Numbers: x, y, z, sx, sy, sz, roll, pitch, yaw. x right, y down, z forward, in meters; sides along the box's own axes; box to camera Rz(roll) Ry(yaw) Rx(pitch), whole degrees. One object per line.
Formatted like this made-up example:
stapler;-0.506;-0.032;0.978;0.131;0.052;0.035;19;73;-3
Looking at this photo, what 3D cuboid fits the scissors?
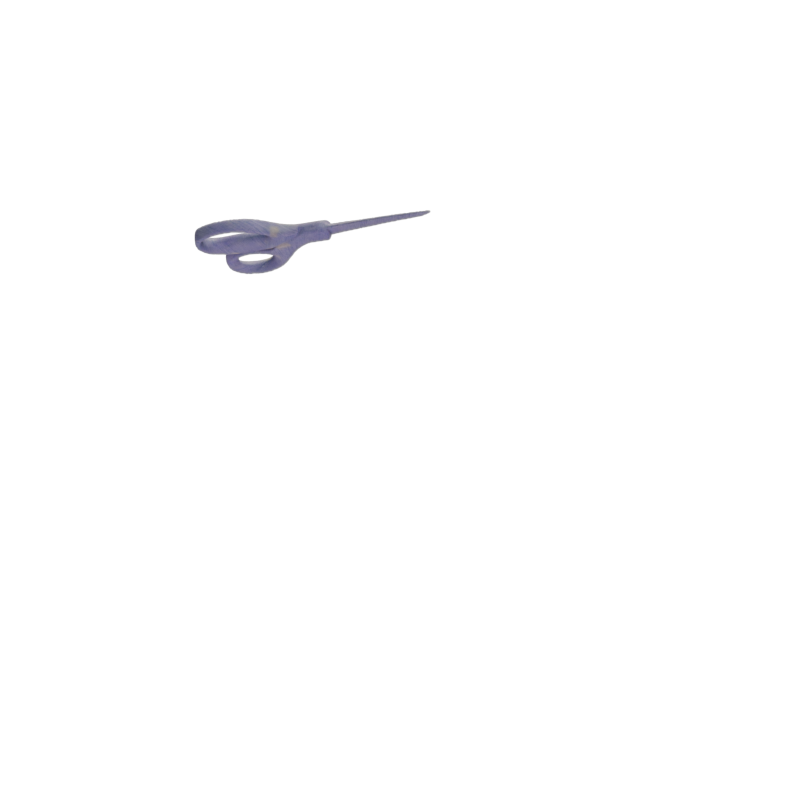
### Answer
scissors;-0.075;-0.137;0.956;0.203;0.017;0.091;-2;-19;5
